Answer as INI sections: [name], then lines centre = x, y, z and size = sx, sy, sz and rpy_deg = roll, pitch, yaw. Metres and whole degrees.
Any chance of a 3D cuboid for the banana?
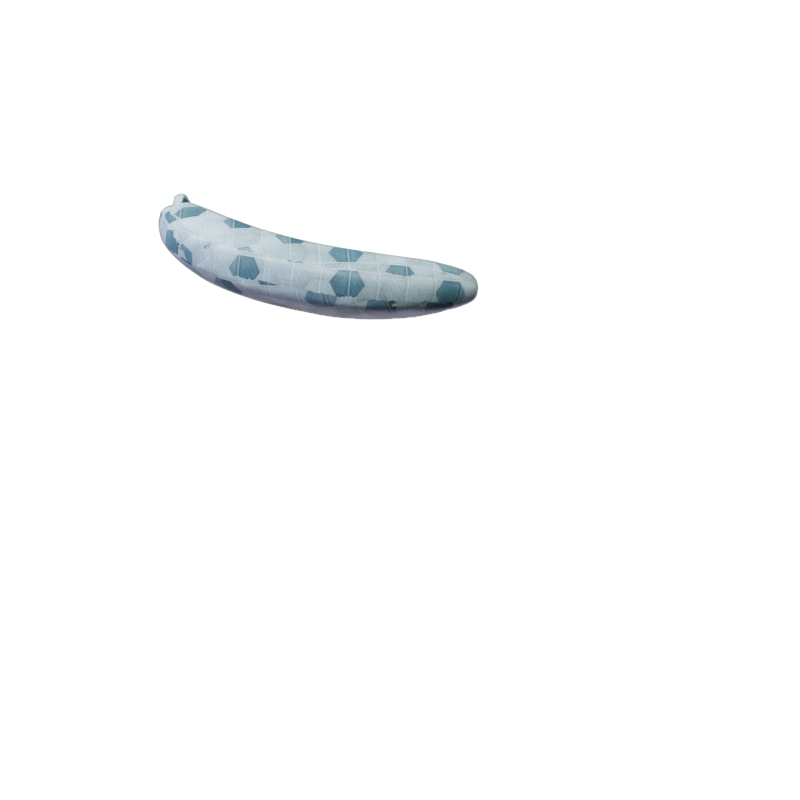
[banana]
centre = -0.060, -0.078, 0.602
size = 0.206, 0.034, 0.071
rpy_deg = 20, 43, 22
